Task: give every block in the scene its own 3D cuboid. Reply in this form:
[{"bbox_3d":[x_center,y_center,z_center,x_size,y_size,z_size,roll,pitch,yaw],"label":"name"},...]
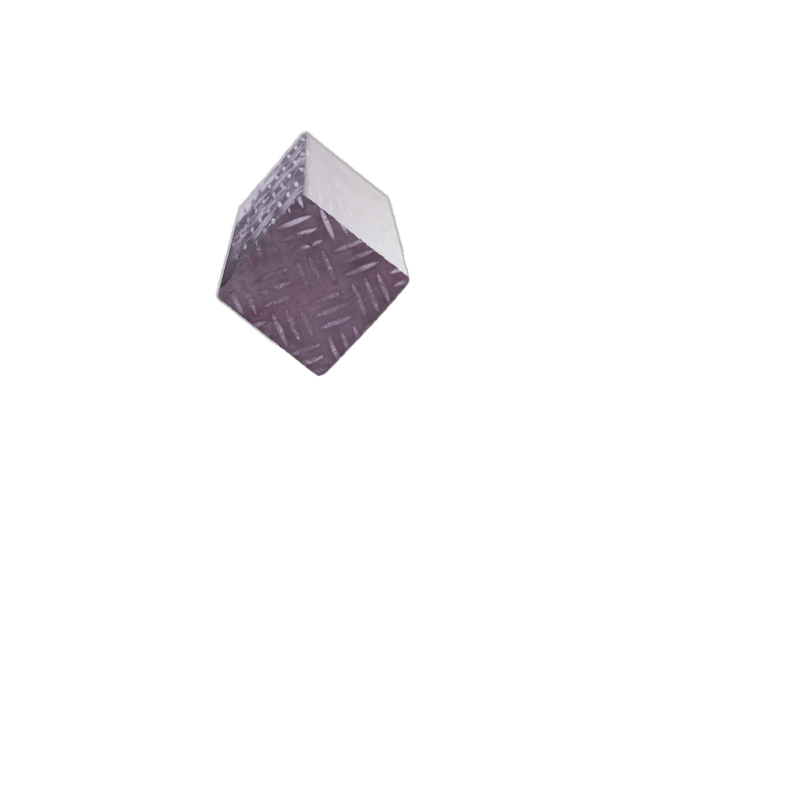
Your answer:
[{"bbox_3d":[-0.062,-0.112,0.791,0.088,0.089,0.216,38,16,-17],"label":"block"}]
